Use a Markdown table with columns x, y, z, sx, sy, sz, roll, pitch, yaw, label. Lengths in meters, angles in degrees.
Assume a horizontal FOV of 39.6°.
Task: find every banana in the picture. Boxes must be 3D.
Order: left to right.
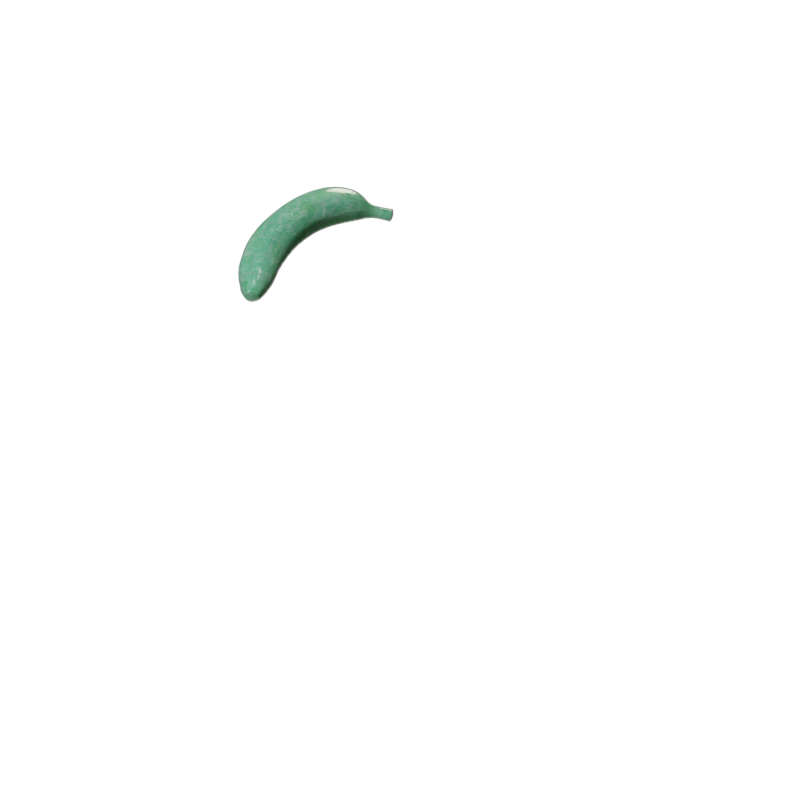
| x | y | z | sx | sy | sz | roll | pitch | yaw | label |
| --- | --- | --- | --- | --- | --- | --- | --- | --- | --- |
| -0.090 | -0.152 | 1.006 | 0.074 | 0.034 | 0.199 | 26 | 45 | 29 | banana |
